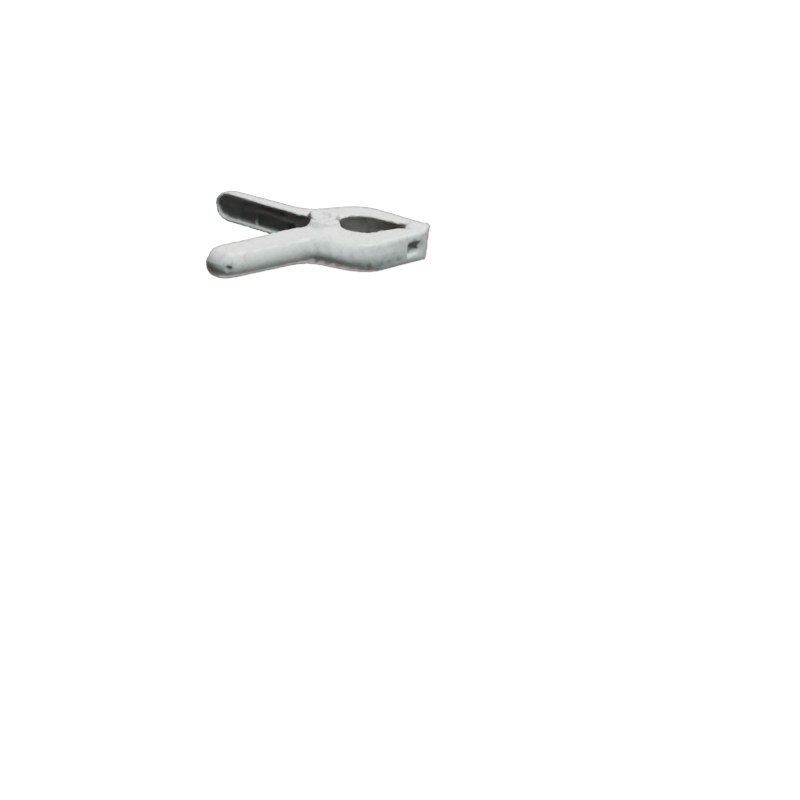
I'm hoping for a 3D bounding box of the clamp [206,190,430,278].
[{"bbox_3d":[-0.065,-0.119,0.833,0.173,0.037,0.127,4,37,6],"label":"clamp"}]
